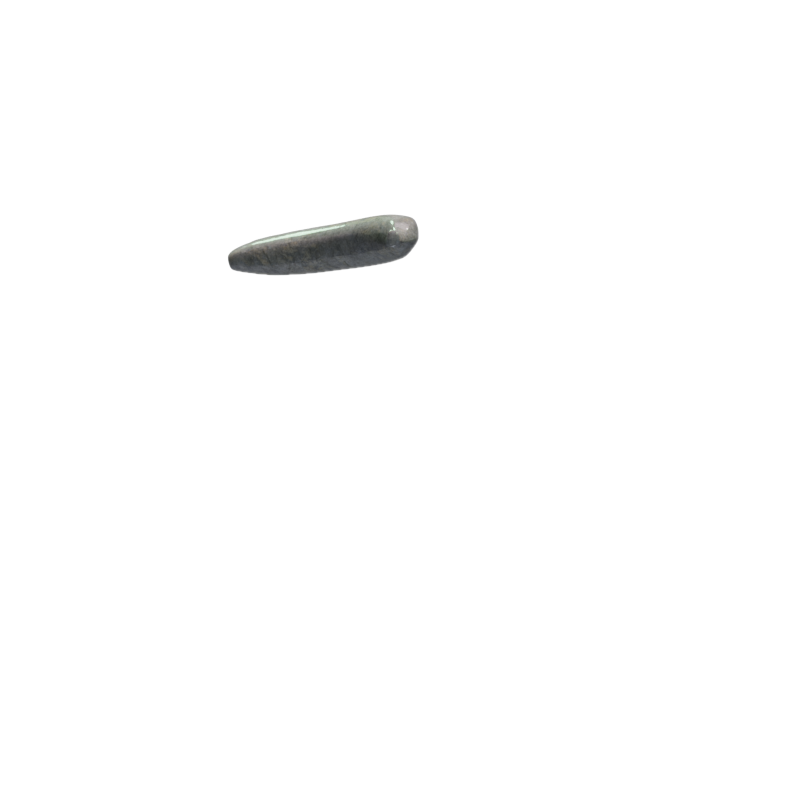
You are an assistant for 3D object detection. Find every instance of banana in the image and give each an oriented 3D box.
[{"bbox_3d":[-0.052,-0.122,0.868,0.066,0.037,0.204,4,-4,-44],"label":"banana"}]
